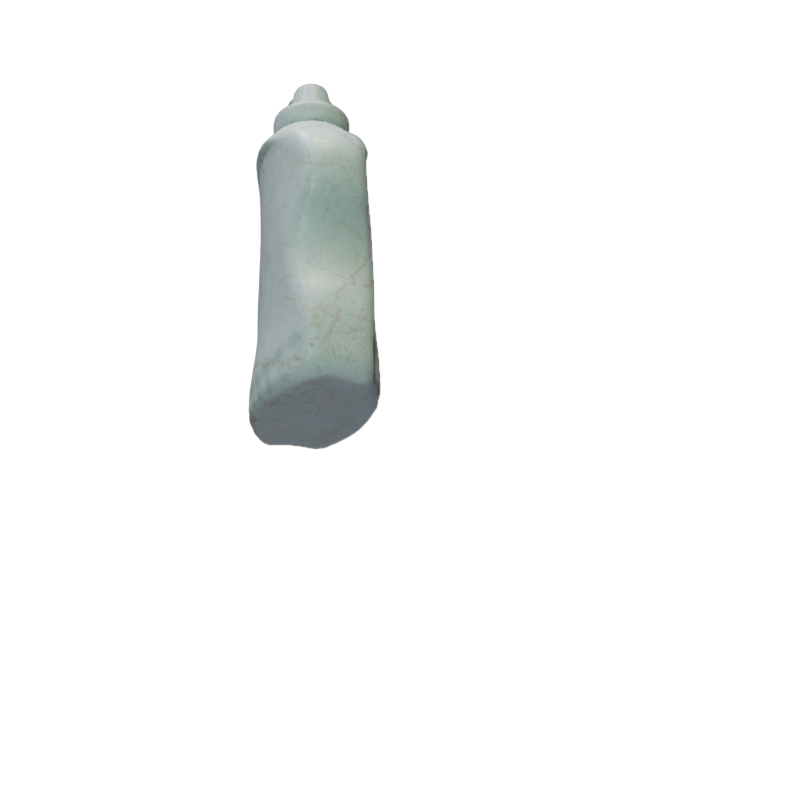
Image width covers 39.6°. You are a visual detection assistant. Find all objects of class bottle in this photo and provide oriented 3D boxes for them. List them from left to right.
[{"bbox_3d":[-0.045,-0.080,0.563,0.057,0.204,0.092,6,-29,-14],"label":"bottle"}]
